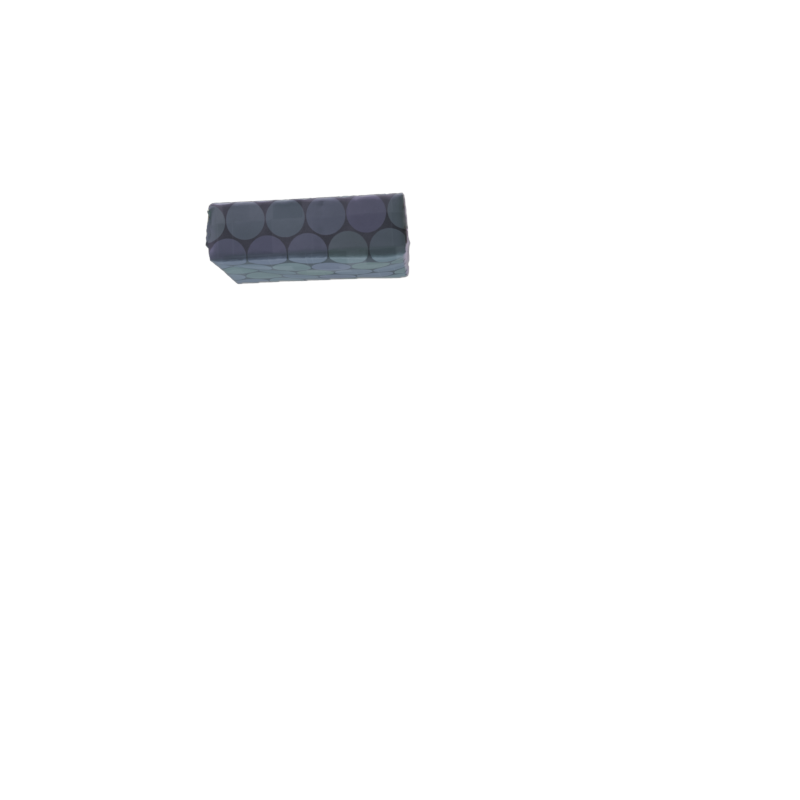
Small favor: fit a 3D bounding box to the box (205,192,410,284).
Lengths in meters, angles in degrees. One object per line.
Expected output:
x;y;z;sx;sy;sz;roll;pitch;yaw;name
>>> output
-0.051;-0.094;0.655;0.114;0.039;0.088;0;-3;4;box
